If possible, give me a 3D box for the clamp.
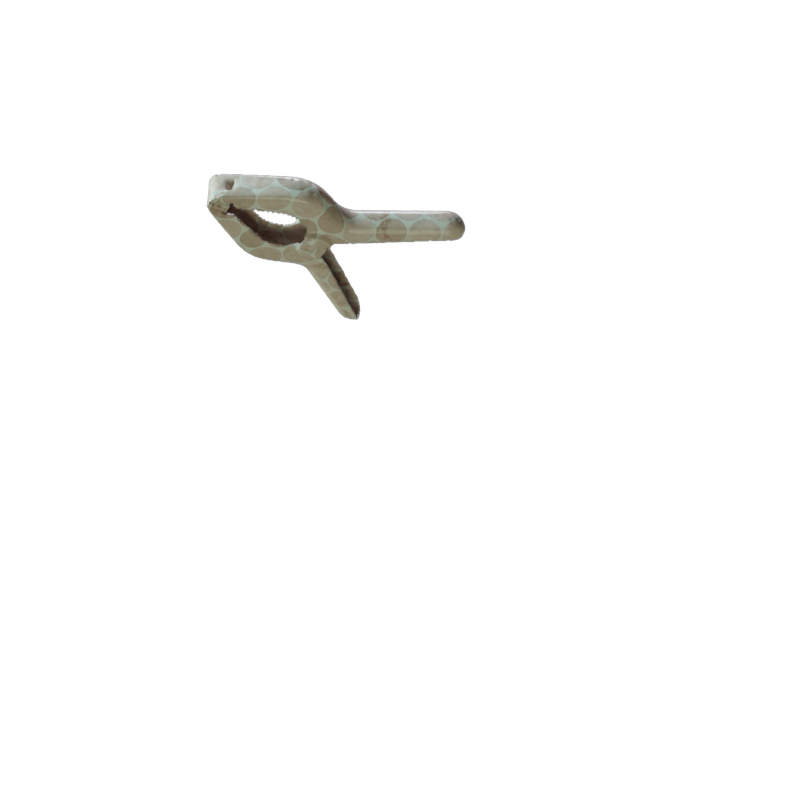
[{"bbox_3d":[-0.074,-0.135,0.945,0.202,0.039,0.160,16,-36,-23],"label":"clamp"}]
